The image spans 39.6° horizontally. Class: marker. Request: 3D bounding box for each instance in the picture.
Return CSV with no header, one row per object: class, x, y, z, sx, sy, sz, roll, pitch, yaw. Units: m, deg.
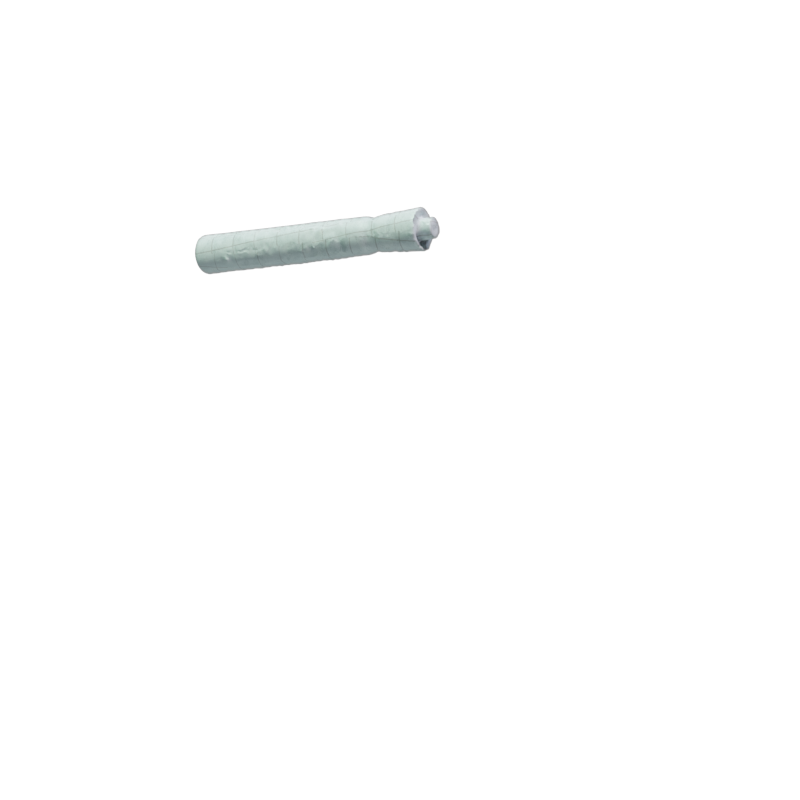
marker,-0.039,-0.071,0.495,0.125,0.020,0.019,-2,3,31
